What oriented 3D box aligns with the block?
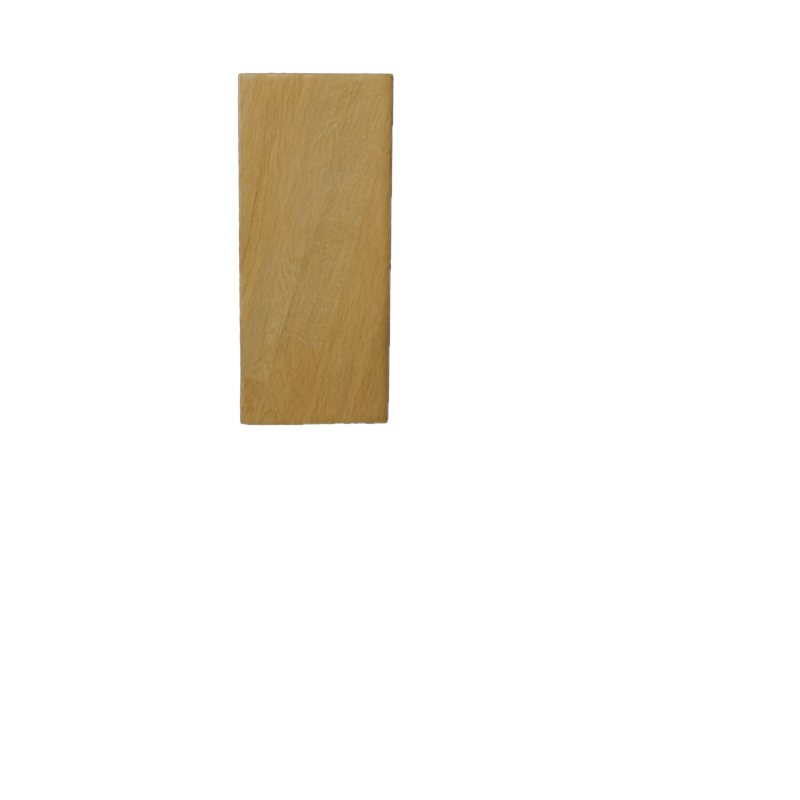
[{"bbox_3d":[-0.053,-0.097,0.683,0.090,0.202,0.093,0,10,-4],"label":"block"}]
